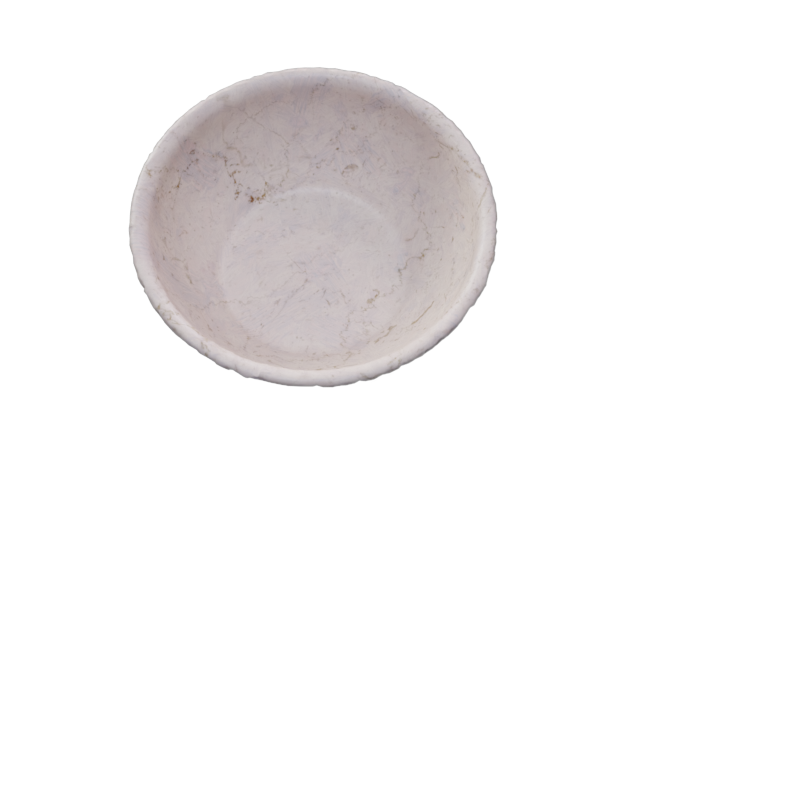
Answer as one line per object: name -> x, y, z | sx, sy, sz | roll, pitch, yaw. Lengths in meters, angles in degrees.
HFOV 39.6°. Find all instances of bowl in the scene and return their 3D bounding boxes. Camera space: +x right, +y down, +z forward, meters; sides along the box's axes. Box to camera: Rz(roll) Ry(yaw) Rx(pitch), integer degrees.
bowl -> -0.040, -0.072, 0.508 | 0.162, 0.172, 0.052 | -1, -27, -1
